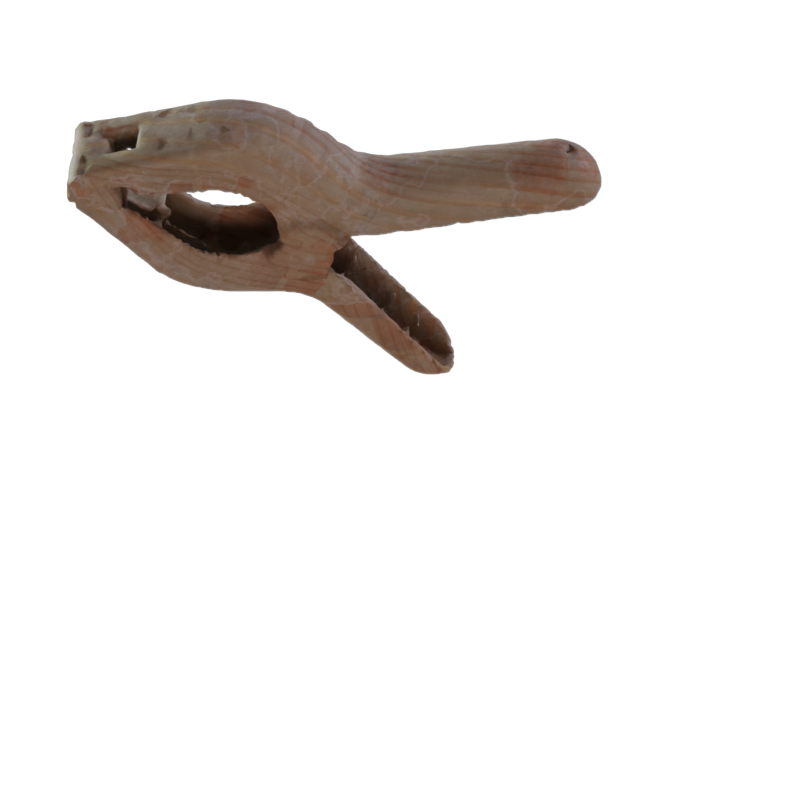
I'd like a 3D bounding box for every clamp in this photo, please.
[{"bbox_3d":[-0.030,-0.055,0.388,0.169,0.042,0.114,9,-45,-10],"label":"clamp"}]
